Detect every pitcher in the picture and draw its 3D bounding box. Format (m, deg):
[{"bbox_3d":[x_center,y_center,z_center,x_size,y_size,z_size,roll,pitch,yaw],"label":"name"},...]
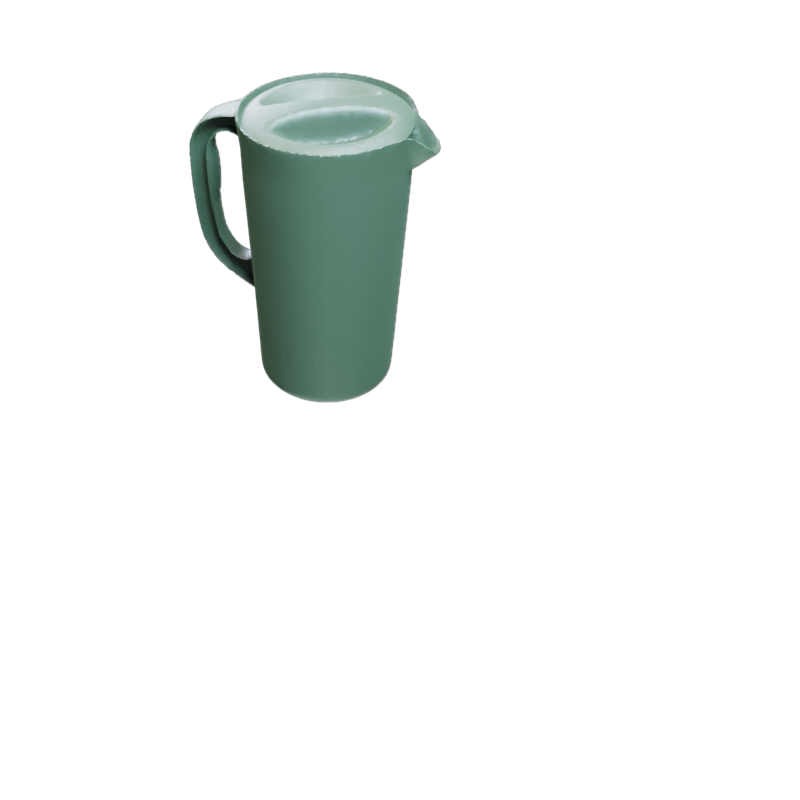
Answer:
[{"bbox_3d":[-0.067,-0.123,0.859,0.143,0.227,0.161,-19,42,-26],"label":"pitcher"}]
